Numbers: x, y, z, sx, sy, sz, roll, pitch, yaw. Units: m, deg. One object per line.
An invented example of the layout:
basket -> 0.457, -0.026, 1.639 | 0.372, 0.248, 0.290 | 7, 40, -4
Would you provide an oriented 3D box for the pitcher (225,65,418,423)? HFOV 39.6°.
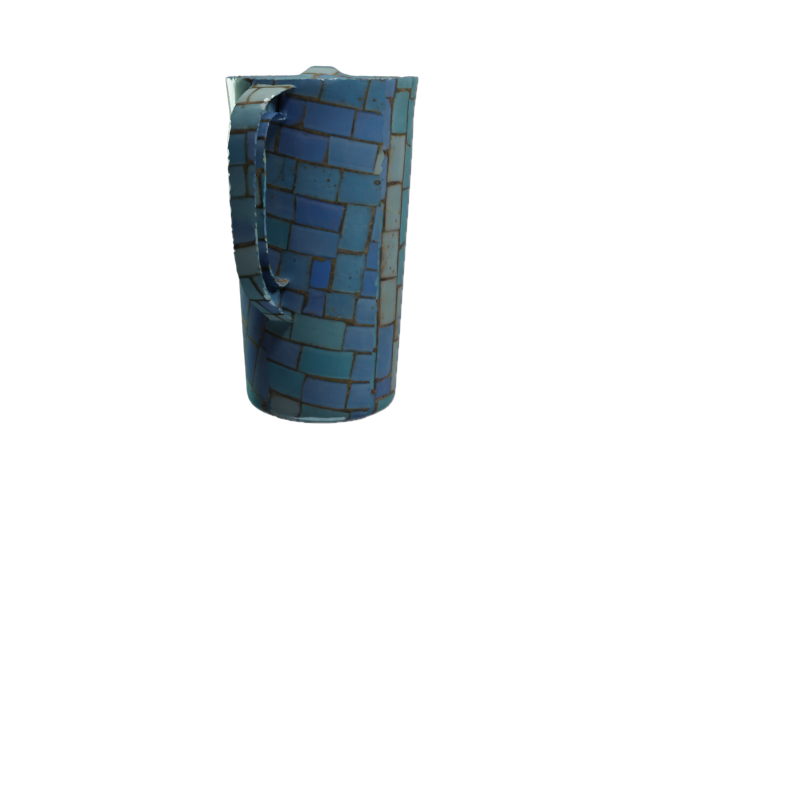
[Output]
pitcher -> -0.061, -0.111, 0.776 | 0.146, 0.237, 0.152 | -3, 12, -20
